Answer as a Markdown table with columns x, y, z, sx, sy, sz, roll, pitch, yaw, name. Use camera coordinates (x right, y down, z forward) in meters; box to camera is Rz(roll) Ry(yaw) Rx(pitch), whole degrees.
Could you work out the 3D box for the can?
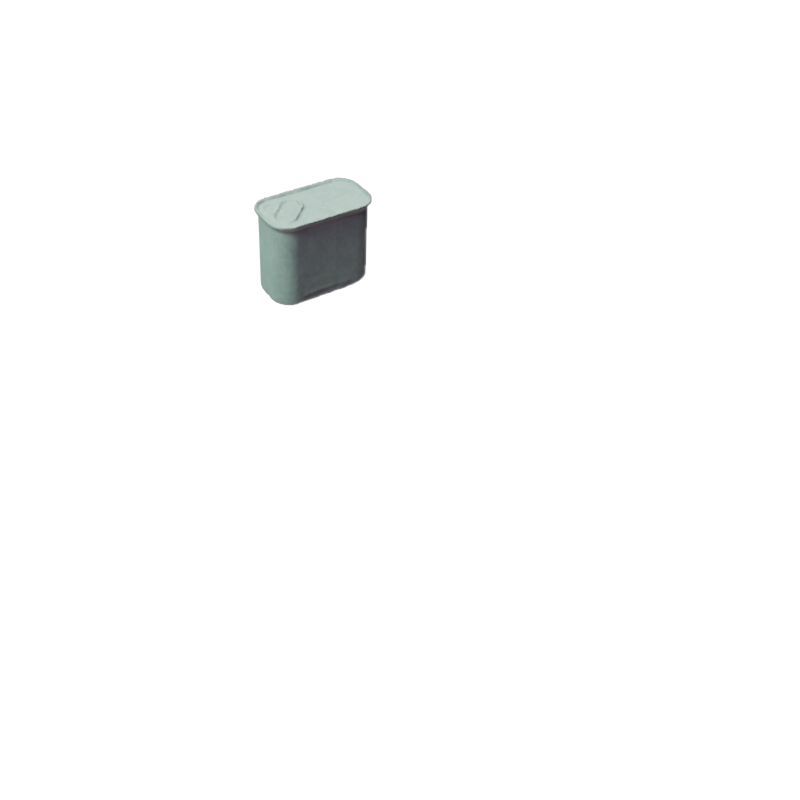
| x | y | z | sx | sy | sz | roll | pitch | yaw | name |
| --- | --- | --- | --- | --- | --- | --- | --- | --- | --- |
| -0.078 | -0.141 | 0.990 | 0.101 | 0.078 | 0.062 | -20 | 41 | -26 | can |
